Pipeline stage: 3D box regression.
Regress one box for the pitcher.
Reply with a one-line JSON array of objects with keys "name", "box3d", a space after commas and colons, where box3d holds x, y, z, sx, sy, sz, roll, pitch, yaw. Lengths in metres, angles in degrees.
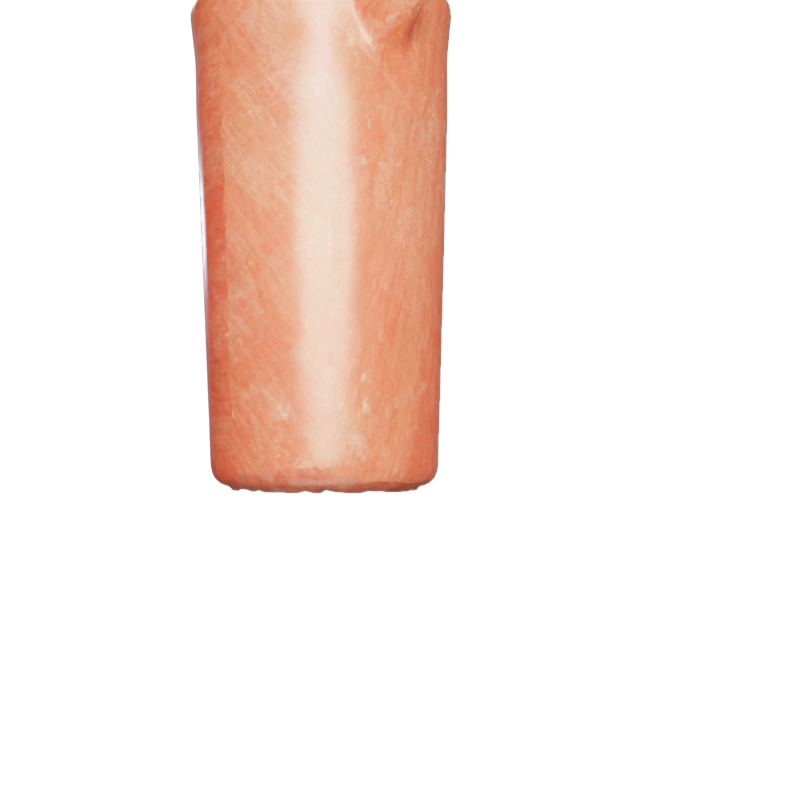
[{"name": "pitcher", "box3d": [-0.044, -0.079, 0.557, 0.147, 0.249, 0.143, -3, -9, 13]}]
